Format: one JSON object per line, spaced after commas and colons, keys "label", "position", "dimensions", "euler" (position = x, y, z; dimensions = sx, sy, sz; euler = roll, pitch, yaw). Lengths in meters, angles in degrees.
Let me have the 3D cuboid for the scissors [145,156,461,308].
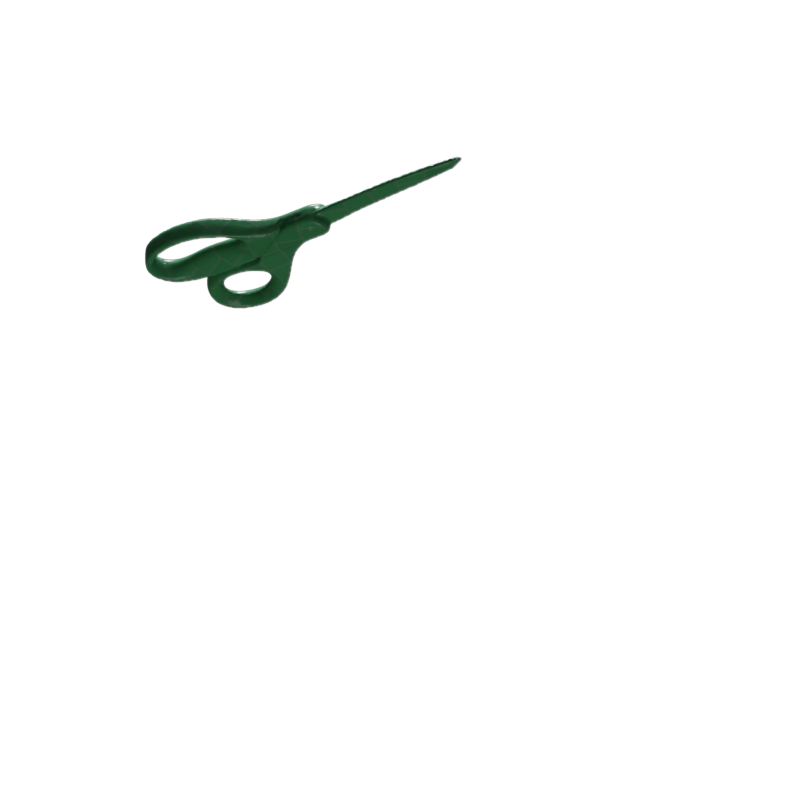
{"label": "scissors", "position": [-0.050, -0.092, 0.643], "dimensions": [0.205, 0.017, 0.089], "euler": [-9, -28, 18]}
